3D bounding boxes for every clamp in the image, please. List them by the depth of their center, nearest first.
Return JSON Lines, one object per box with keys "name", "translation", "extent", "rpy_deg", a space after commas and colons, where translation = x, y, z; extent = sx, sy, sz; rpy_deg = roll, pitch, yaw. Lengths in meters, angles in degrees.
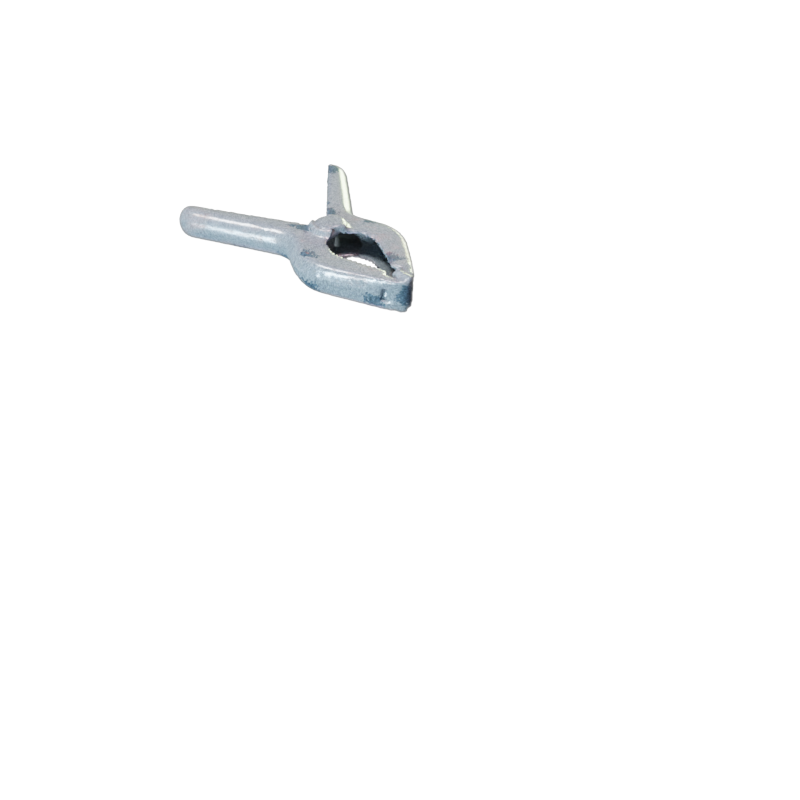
{"name": "clamp", "translation": [-0.070, -0.127, 0.888], "extent": [0.162, 0.034, 0.227], "rpy_deg": [-19, 40, -25]}
